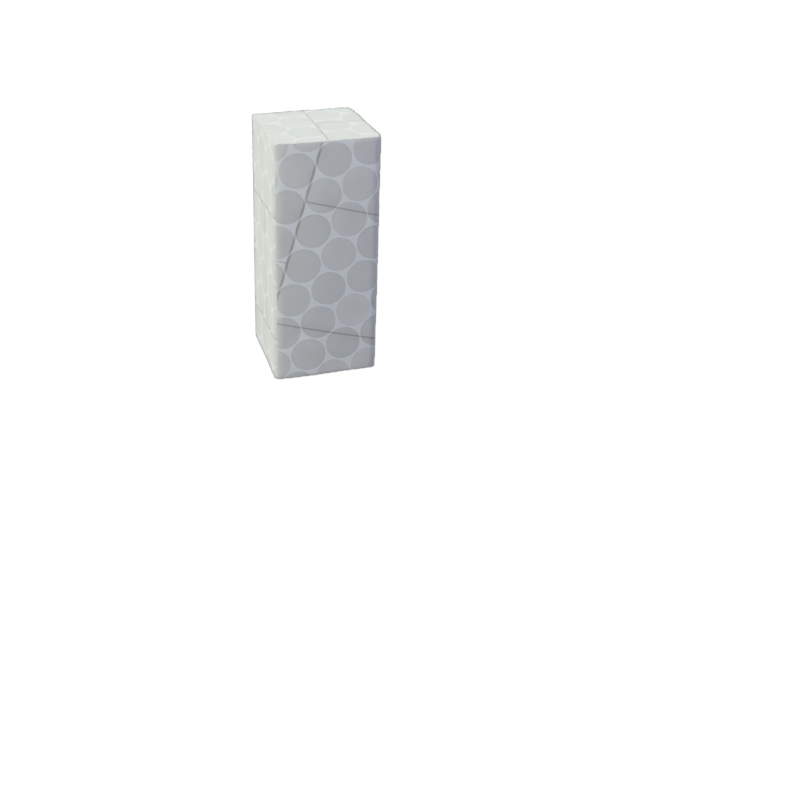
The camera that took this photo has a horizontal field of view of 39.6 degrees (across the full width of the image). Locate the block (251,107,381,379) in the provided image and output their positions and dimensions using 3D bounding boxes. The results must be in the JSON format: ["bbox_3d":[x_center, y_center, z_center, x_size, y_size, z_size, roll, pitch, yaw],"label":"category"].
[{"bbox_3d":[-0.073,-0.134,0.936,0.089,0.196,0.097,-6,25,-16],"label":"block"}]
